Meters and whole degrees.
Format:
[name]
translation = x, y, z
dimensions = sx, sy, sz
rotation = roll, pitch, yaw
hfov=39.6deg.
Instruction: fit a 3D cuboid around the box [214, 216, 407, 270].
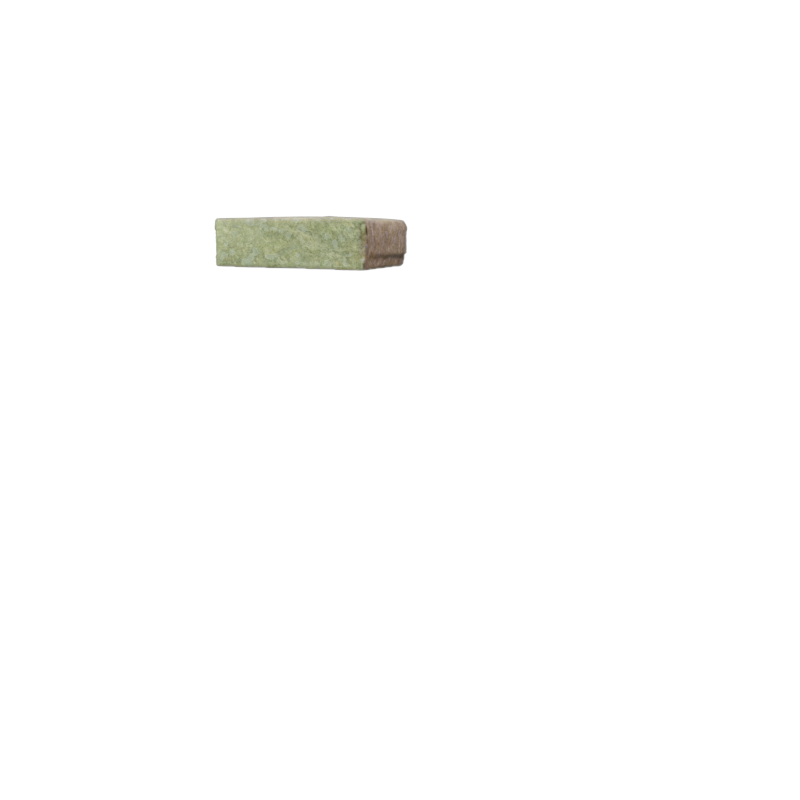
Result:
[box]
translation = -0.049, -0.089, 0.624
dimensions = 0.092, 0.030, 0.072
rotation = 3, 8, 20
